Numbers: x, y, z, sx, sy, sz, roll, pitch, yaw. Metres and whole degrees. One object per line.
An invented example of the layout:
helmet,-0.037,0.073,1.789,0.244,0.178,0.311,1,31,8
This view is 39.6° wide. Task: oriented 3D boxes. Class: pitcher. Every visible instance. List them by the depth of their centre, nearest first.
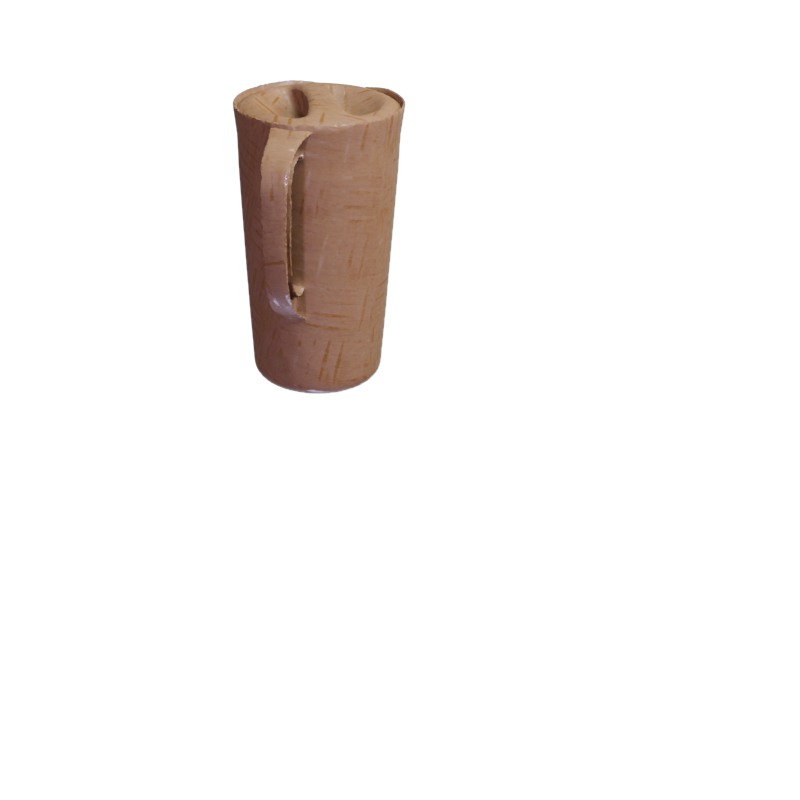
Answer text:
pitcher,-0.070,-0.128,0.893,0.146,0.231,0.155,-13,29,-28
